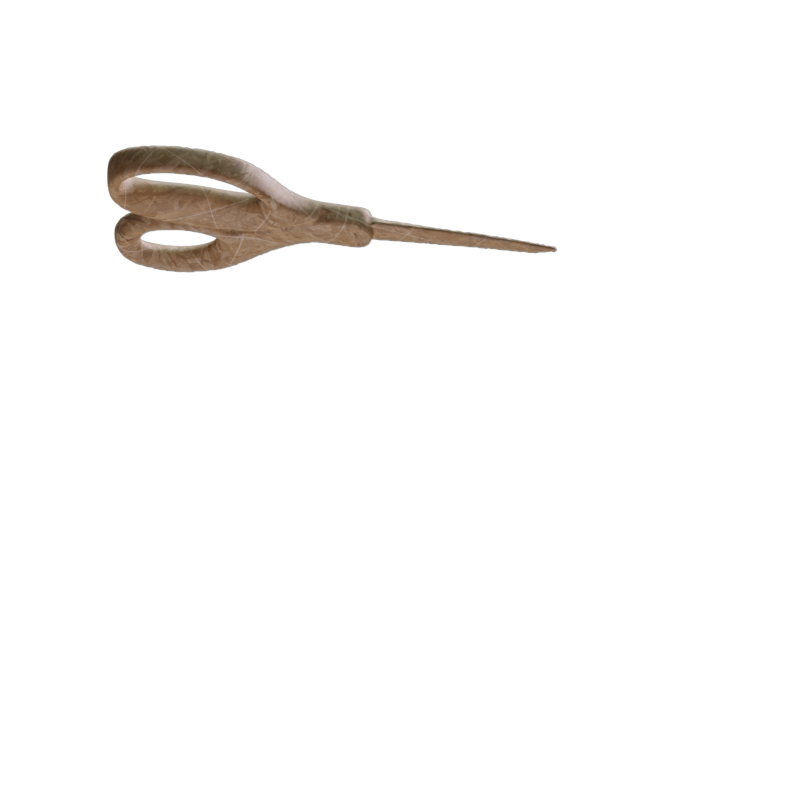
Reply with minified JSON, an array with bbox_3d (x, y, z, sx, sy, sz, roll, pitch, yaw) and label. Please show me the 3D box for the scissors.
[{"bbox_3d":[-0.039,-0.071,0.496,0.193,0.017,0.095,12,-25,-27],"label":"scissors"}]
